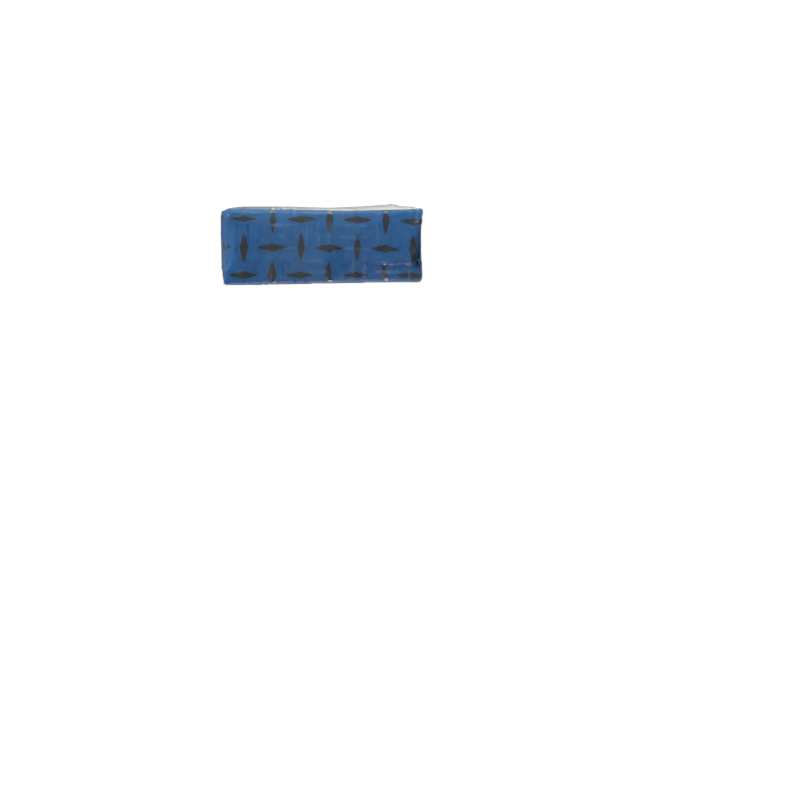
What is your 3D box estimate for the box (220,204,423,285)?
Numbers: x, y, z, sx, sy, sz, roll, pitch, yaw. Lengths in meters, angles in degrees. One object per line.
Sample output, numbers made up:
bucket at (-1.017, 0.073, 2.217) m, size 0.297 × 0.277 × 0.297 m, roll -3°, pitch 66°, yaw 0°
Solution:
box at (-0.034, -0.063, 0.440) m, size 0.072 × 0.030 × 0.091 m, roll -1°, pitch 8°, yaw -8°
